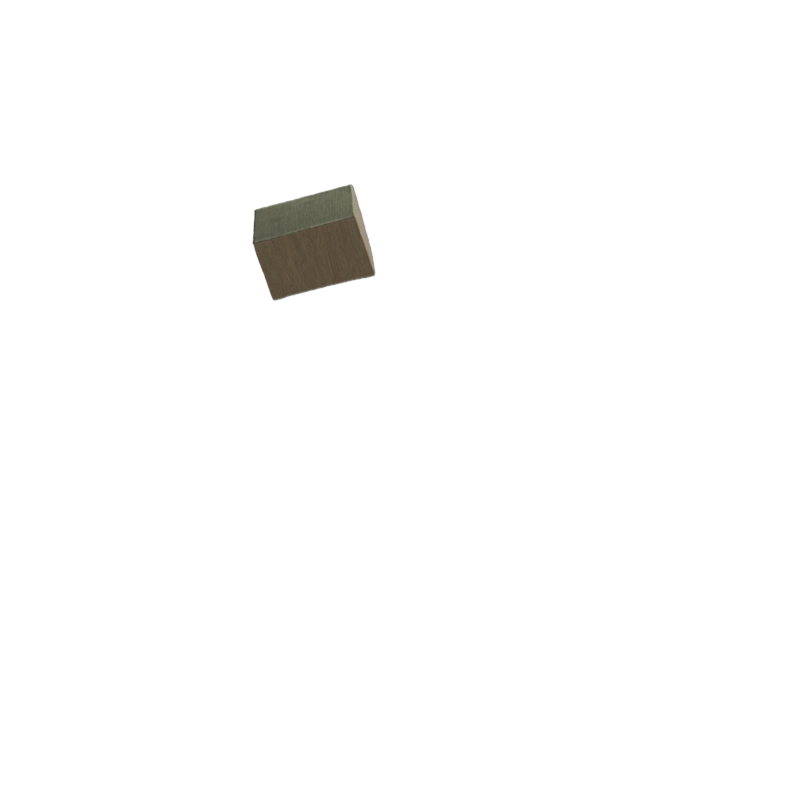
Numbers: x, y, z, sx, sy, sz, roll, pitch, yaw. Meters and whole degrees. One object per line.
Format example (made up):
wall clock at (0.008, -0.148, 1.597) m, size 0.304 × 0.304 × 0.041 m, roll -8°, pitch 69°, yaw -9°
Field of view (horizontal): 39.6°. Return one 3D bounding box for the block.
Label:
block at (-0.063, -0.114, 0.801) m, size 0.078 × 0.049 × 0.055 m, roll -13°, pitch 34°, yaw 7°
